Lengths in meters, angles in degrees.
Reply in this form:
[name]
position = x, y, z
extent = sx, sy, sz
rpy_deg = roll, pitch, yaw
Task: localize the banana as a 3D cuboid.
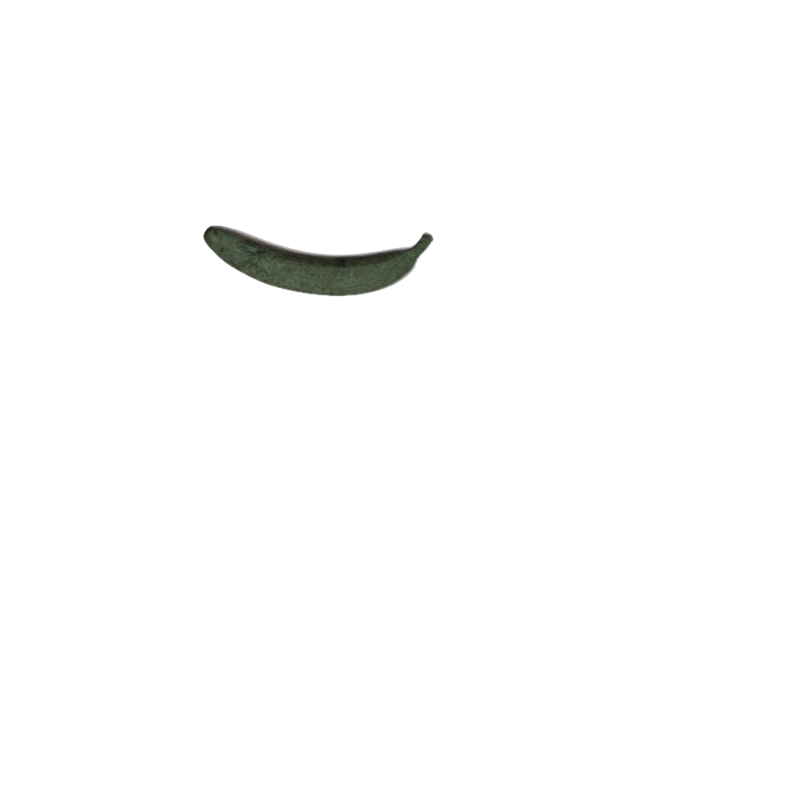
[banana]
position = -0.073, -0.123, 0.974
extent = 0.197, 0.065, 0.039
rpy_deg = 1, 31, -1
